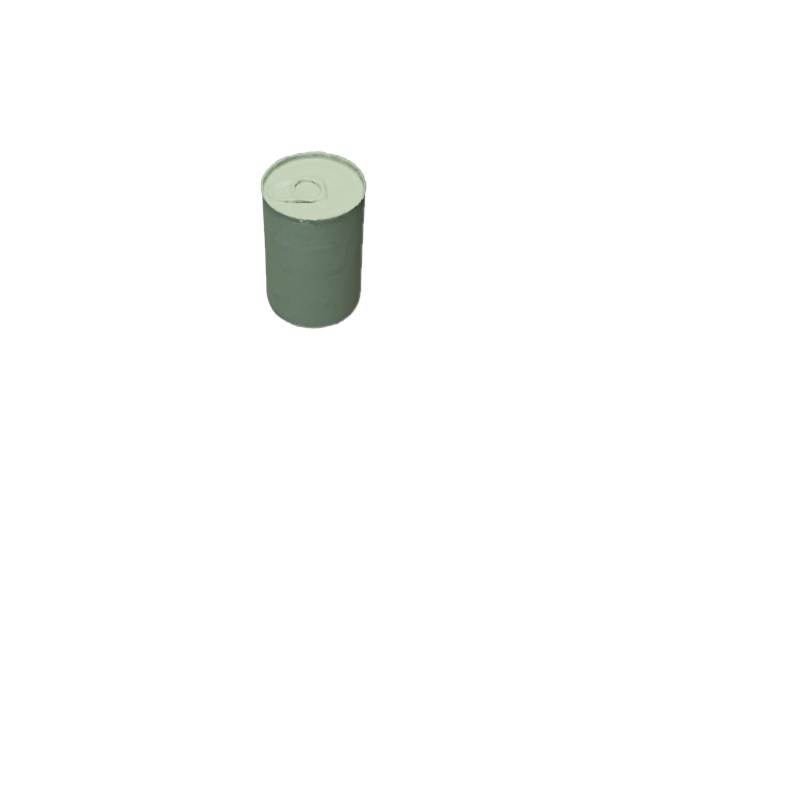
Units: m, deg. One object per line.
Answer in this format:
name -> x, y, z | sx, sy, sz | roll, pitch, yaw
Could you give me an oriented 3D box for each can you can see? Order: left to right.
can -> -0.058, -0.106, 0.743 | 0.068, 0.074, 0.095 | 0, -43, -3
